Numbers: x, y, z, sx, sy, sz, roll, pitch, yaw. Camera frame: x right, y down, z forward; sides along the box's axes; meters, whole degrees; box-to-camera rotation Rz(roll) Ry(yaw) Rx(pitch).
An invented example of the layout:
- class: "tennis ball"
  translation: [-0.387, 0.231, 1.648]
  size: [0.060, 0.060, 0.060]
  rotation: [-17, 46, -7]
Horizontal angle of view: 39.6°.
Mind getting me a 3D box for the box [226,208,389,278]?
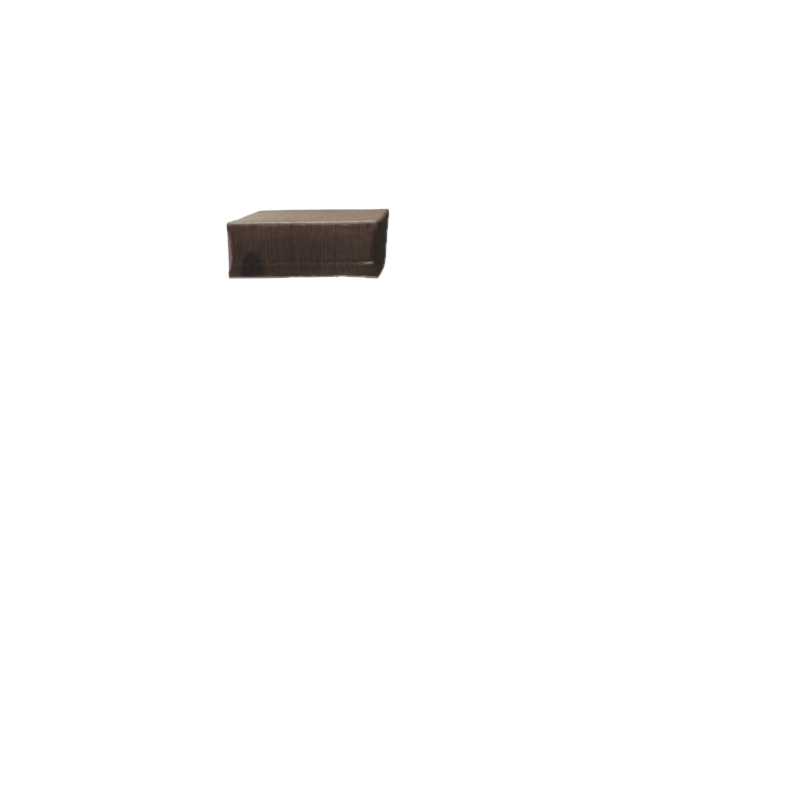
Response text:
- class: "box"
  translation: [-0.054, -0.099, 0.691]
  size: [0.090, 0.038, 0.115]
  rotation: [1, 10, 4]
